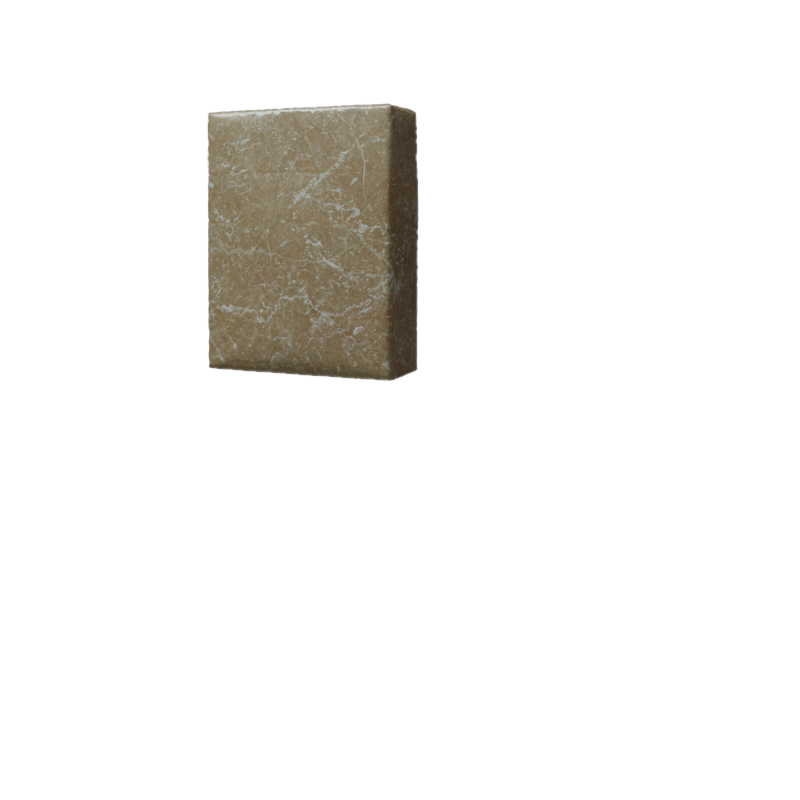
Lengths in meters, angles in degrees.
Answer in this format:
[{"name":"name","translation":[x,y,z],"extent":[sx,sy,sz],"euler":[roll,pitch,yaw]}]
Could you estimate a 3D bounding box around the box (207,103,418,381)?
[{"name":"box","translation":[-0.071,-0.129,0.906],"extent":[0.169,0.213,0.070],"euler":[2,2,24]}]
